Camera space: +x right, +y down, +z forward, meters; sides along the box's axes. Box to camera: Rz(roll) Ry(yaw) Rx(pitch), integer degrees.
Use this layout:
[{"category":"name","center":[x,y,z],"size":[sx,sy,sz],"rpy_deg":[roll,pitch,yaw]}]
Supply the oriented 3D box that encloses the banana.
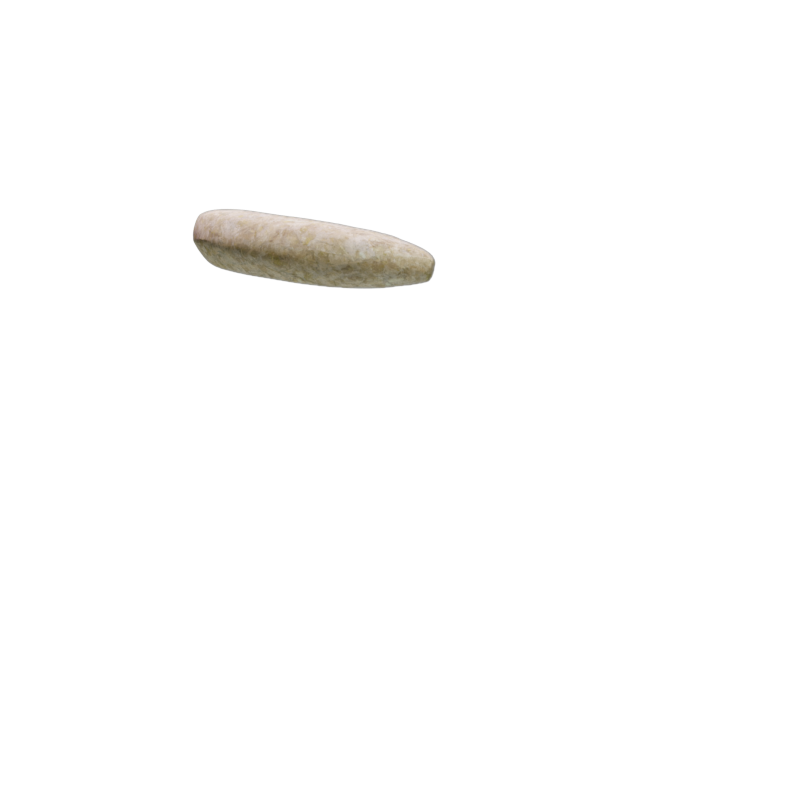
[{"category":"banana","center":[-0.068,-0.092,0.649],"size":[0.068,0.036,0.209],"rpy_deg":[-10,18,-37]}]
